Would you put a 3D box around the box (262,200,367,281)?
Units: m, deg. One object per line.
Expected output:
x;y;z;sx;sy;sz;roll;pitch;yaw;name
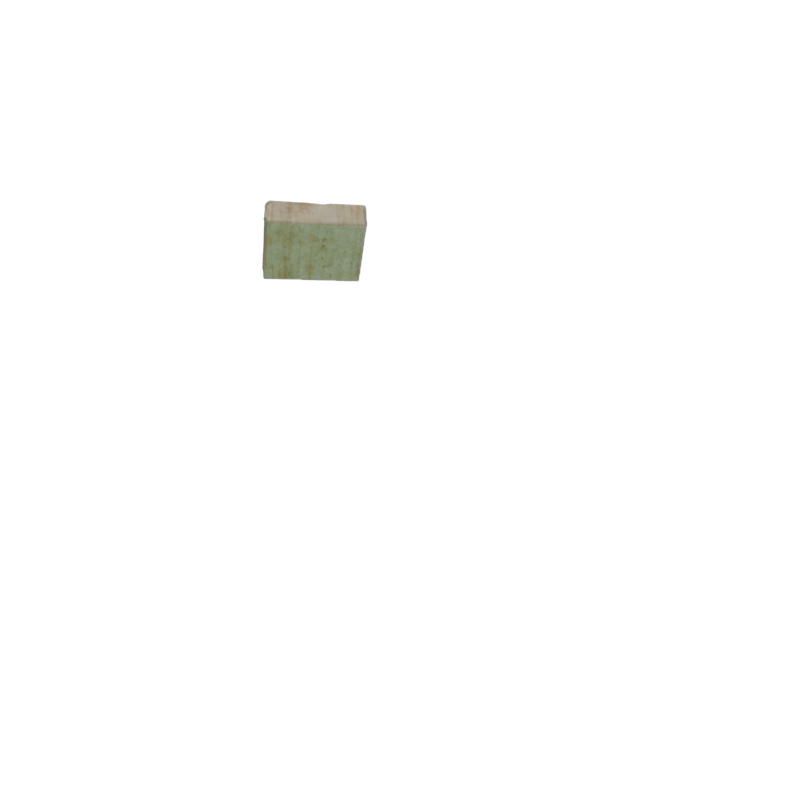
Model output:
-0.077;-0.140;0.980;0.089;0.032;0.068;3;-40;-4;box
